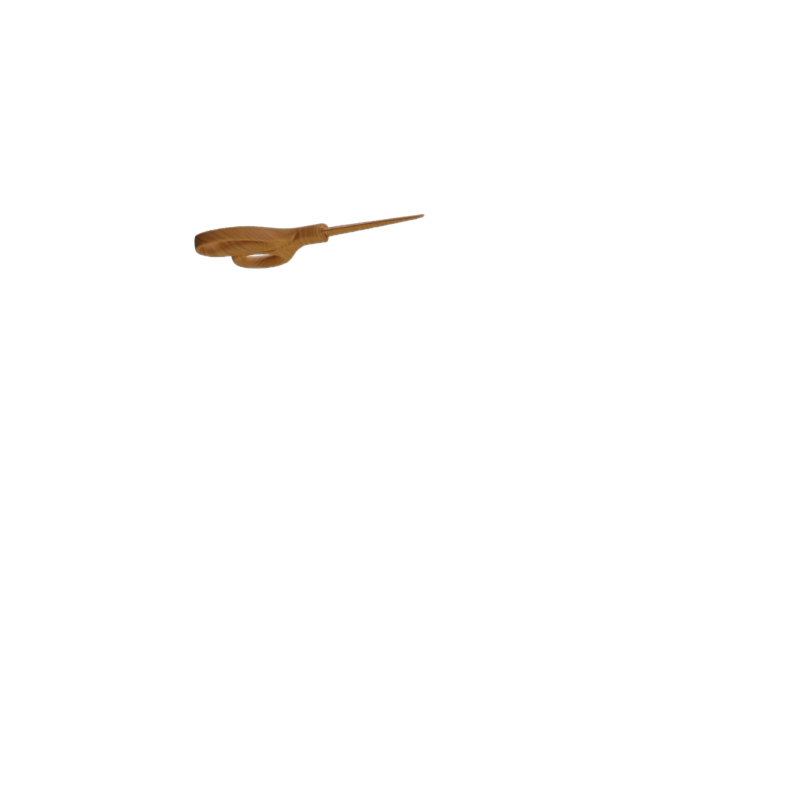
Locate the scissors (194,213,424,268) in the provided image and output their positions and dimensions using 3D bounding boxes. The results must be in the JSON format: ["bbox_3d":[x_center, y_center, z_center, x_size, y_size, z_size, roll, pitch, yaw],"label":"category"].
[{"bbox_3d":[-0.074,-0.135,0.944,0.204,0.016,0.092,-2,-10,12],"label":"scissors"}]
